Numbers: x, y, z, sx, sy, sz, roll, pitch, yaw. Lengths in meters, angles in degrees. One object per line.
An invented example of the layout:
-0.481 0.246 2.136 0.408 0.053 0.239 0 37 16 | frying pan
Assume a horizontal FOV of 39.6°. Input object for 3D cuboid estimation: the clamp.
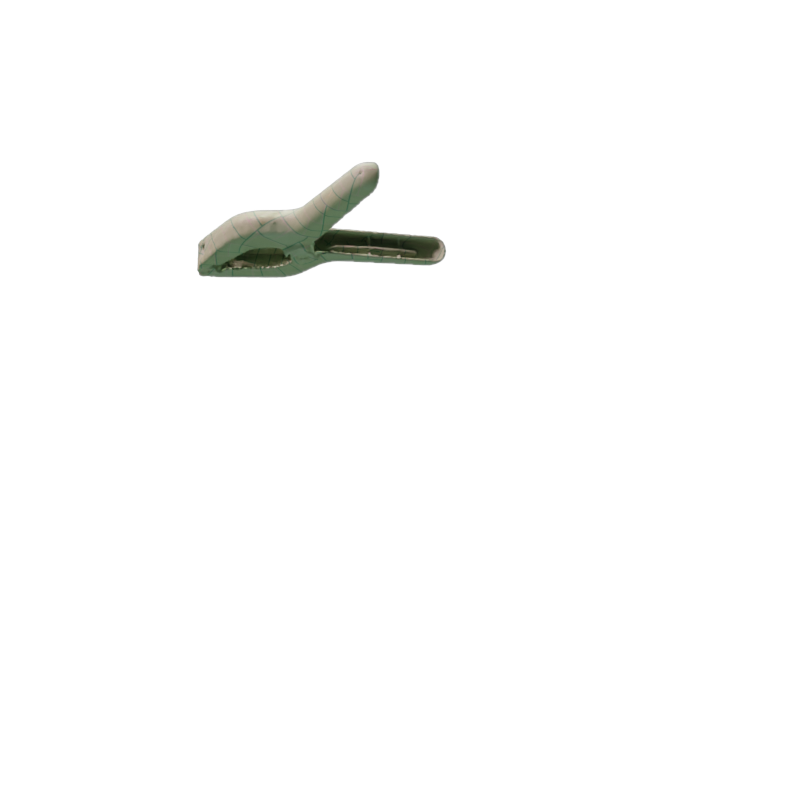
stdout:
-0.074 -0.135 0.942 0.214 0.038 0.153 -11 -23 28 | clamp
